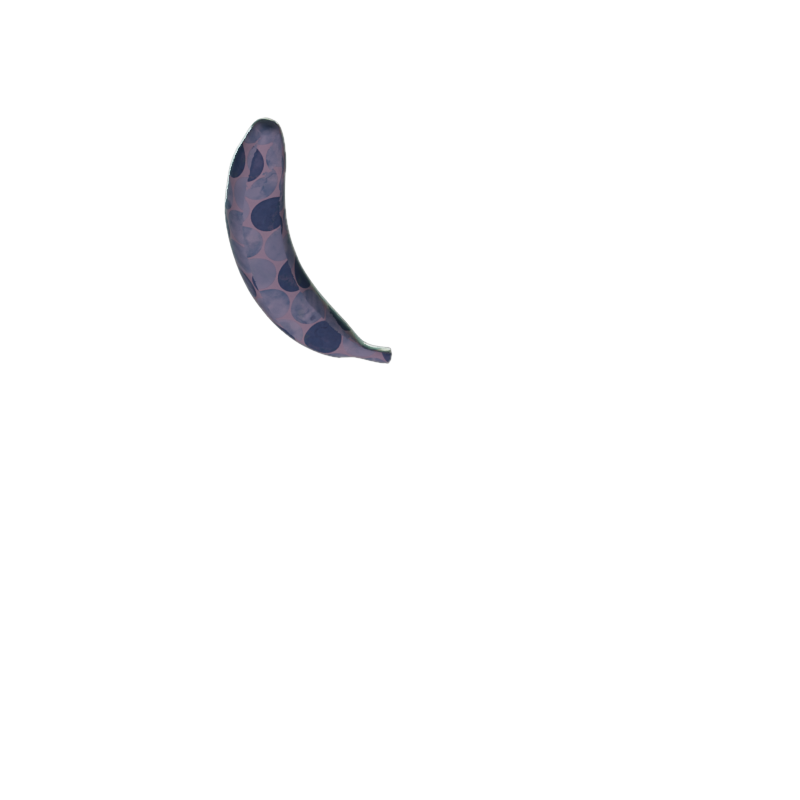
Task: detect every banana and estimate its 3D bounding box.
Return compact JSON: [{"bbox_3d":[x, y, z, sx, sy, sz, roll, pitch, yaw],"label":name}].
[{"bbox_3d":[-0.070,-0.091,0.694,0.070,0.183,0.039,-17,39,14],"label":"banana"}]
